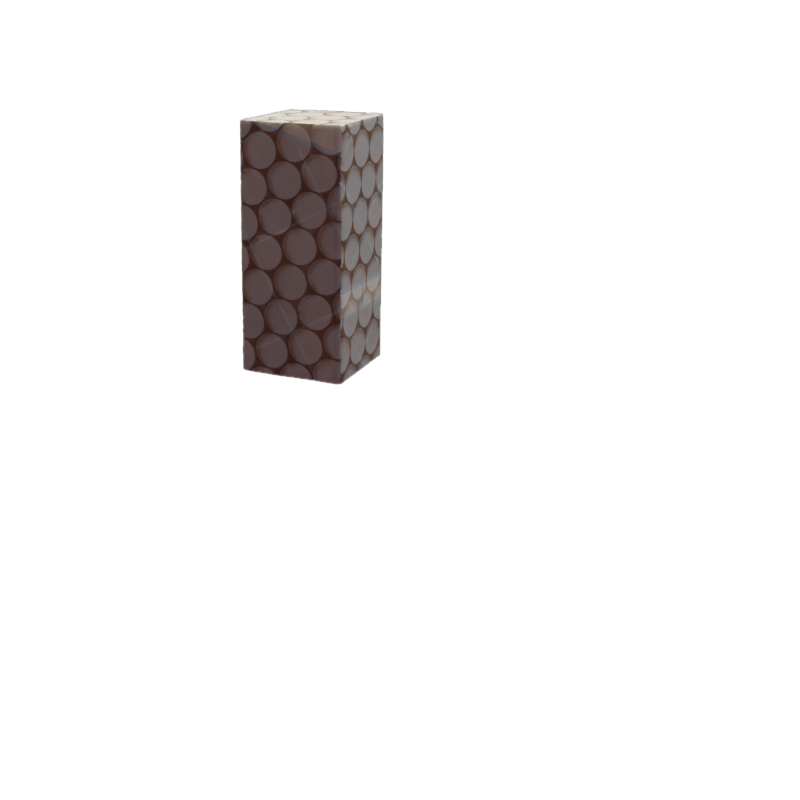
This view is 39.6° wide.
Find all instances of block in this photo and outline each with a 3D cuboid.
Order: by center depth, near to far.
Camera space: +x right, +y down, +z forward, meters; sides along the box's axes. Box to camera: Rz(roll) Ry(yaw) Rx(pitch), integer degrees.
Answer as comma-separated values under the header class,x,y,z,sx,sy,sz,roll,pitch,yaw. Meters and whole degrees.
class,x,y,z,sx,sy,sz,roll,pitch,yaw
block,-0.070,-0.129,0.905,0.093,0.200,0.090,7,15,22
